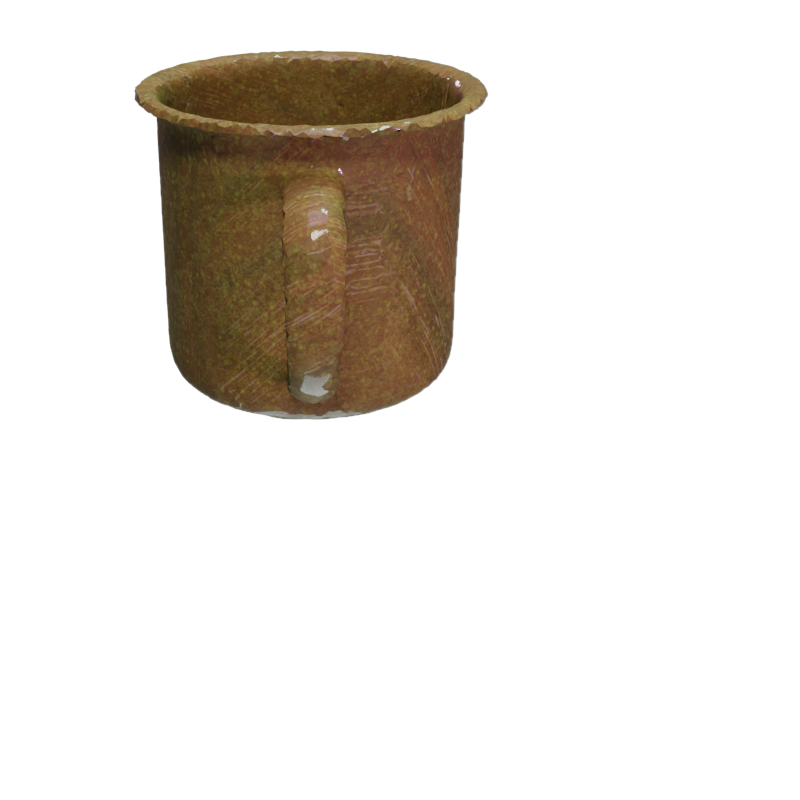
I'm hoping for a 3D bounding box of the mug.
[{"bbox_3d":[-0.023,-0.042,0.298,0.093,0.077,0.124,-2,26,-6],"label":"mug"}]
